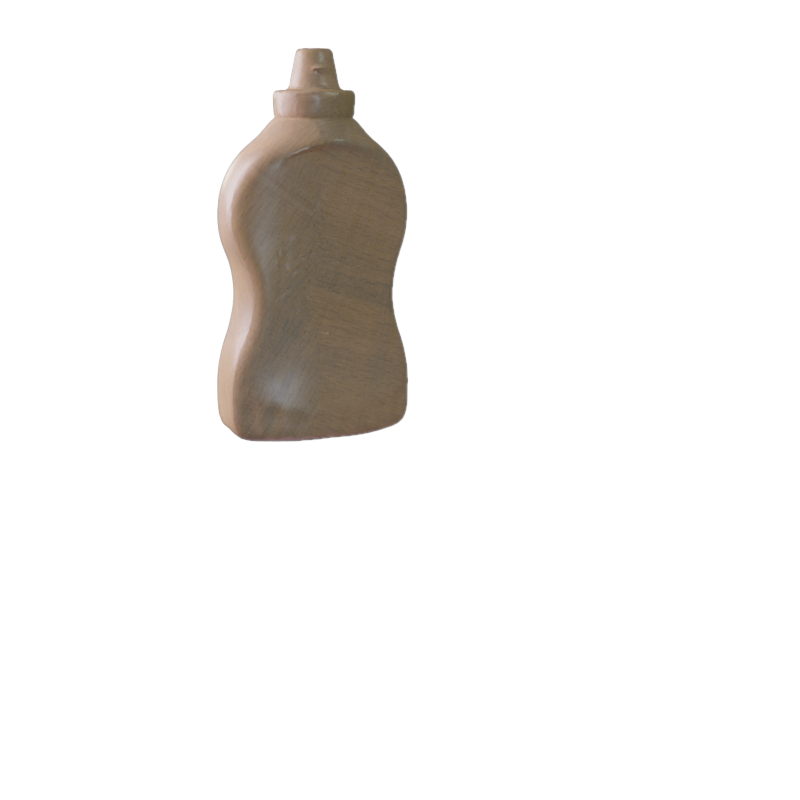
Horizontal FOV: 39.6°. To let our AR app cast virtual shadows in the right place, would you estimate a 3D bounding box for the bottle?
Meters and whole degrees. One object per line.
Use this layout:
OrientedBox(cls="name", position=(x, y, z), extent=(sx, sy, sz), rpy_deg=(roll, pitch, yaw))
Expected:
OrientedBox(cls="bottle", position=(-0.044, -0.080, 0.558), extent=(0.094, 0.189, 0.061), rpy_deg=(-3, 8, -20))
